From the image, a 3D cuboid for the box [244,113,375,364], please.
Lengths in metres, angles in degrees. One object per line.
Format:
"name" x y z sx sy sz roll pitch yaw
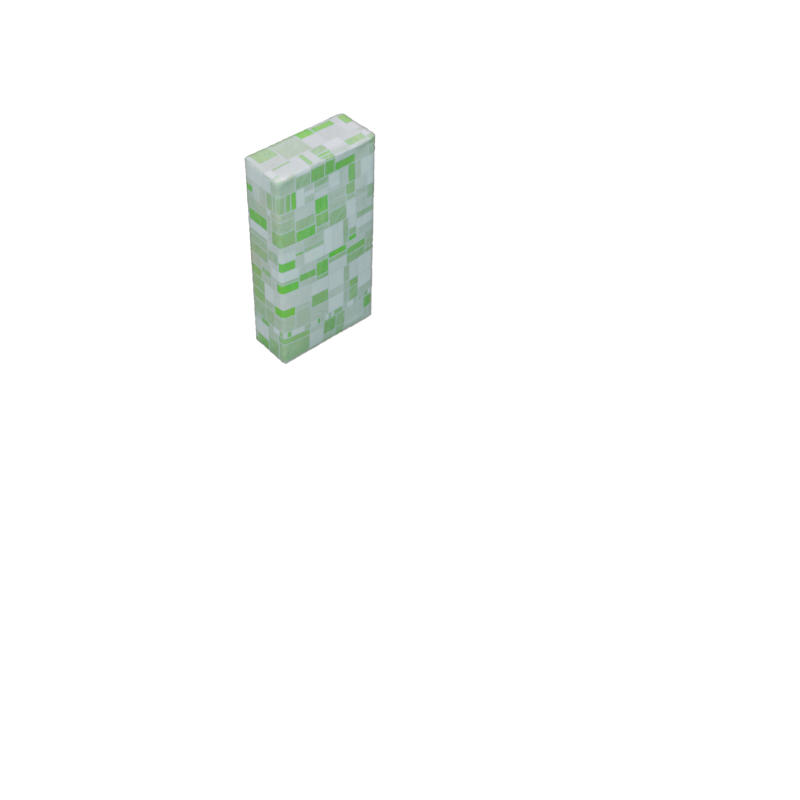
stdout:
"box" -0.065 -0.119 0.835 0.093 0.164 0.051 -31 55 -30
